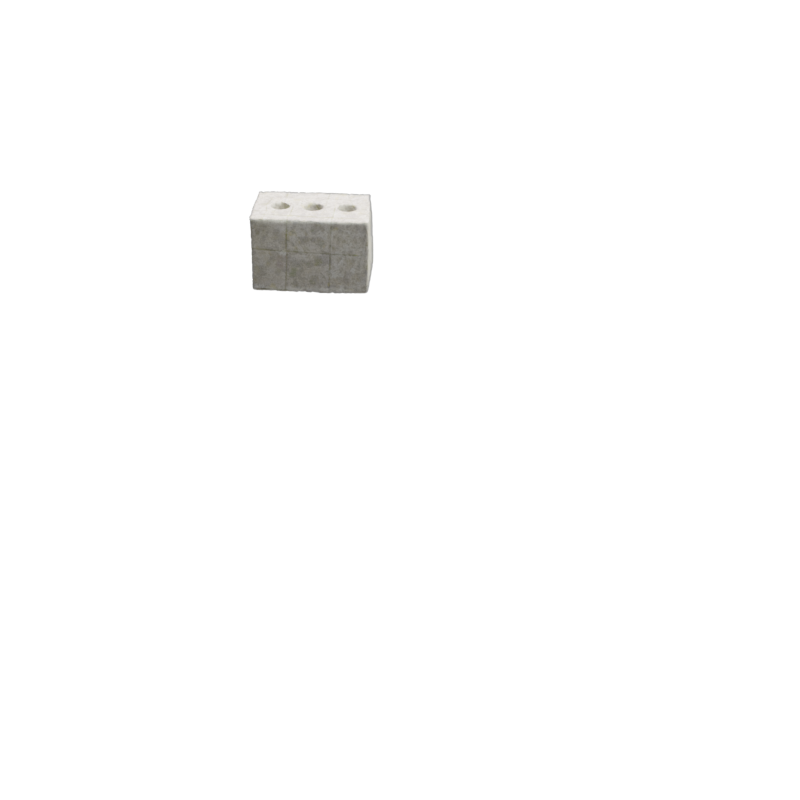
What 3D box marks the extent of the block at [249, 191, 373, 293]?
[{"bbox_3d":[-0.057,-0.104,0.729,0.078,0.049,0.055,2,26,3],"label":"block"}]
